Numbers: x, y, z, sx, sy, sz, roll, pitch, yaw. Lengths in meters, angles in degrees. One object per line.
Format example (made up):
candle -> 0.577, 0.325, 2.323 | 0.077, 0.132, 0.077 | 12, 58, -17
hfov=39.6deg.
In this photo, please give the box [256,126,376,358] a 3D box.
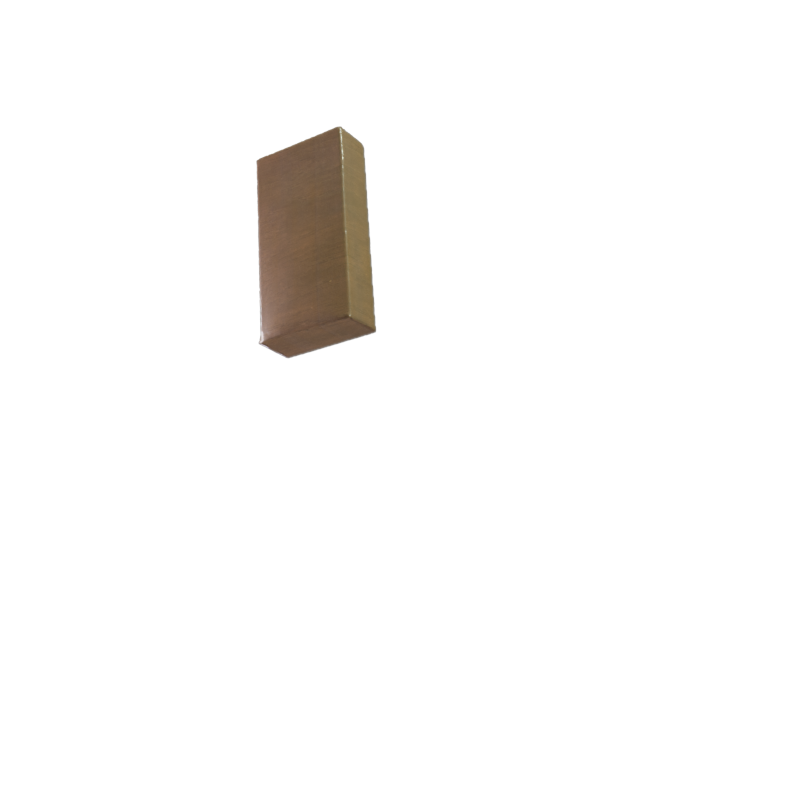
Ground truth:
box -> -0.072, -0.132, 0.924 | 0.095, 0.187, 0.045 | -17, -30, 29
